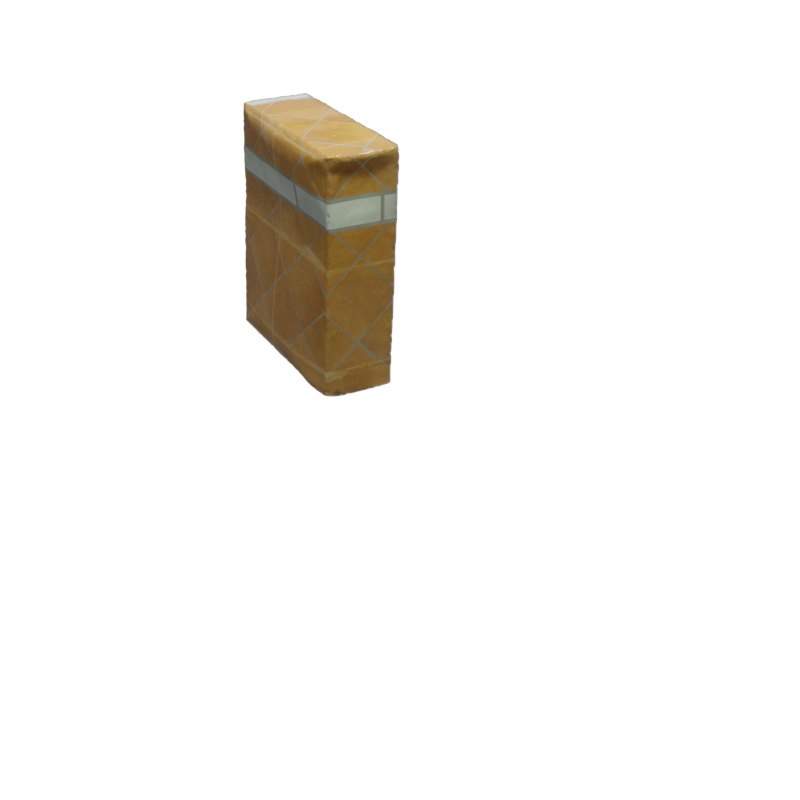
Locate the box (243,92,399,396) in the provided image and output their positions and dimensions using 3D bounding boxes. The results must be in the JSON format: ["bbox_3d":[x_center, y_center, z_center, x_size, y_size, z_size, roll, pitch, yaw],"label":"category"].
[{"bbox_3d":[-0.074,-0.134,0.941,0.070,0.202,0.176,-12,30,-27],"label":"box"}]
